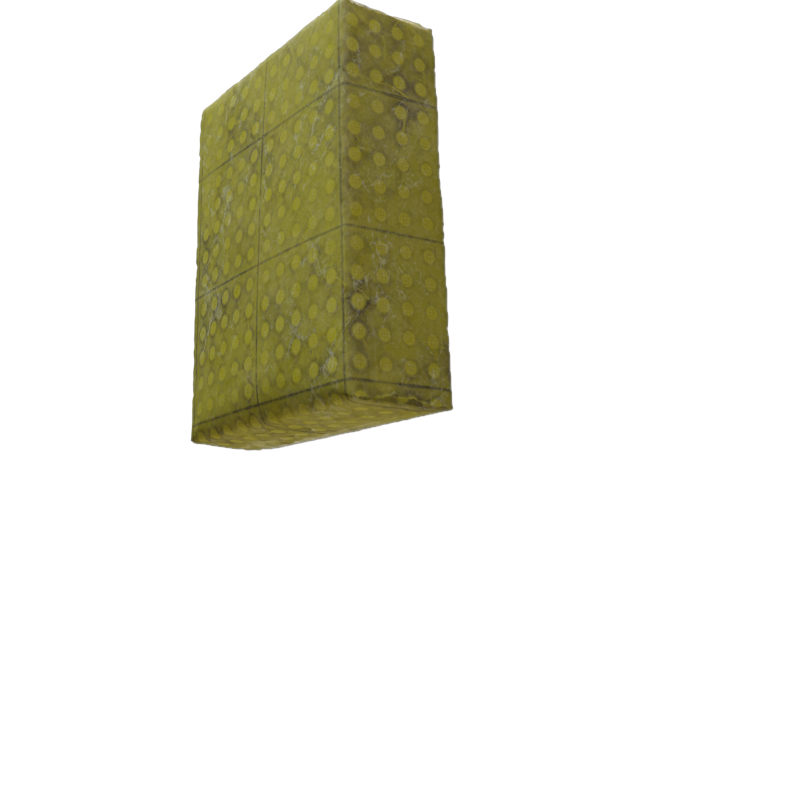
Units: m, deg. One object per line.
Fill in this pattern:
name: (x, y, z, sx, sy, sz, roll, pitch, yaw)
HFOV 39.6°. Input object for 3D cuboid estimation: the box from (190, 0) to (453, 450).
box: (-0.049, -0.089, 0.621, 0.068, 0.223, 0.165, 12, -20, -35)
